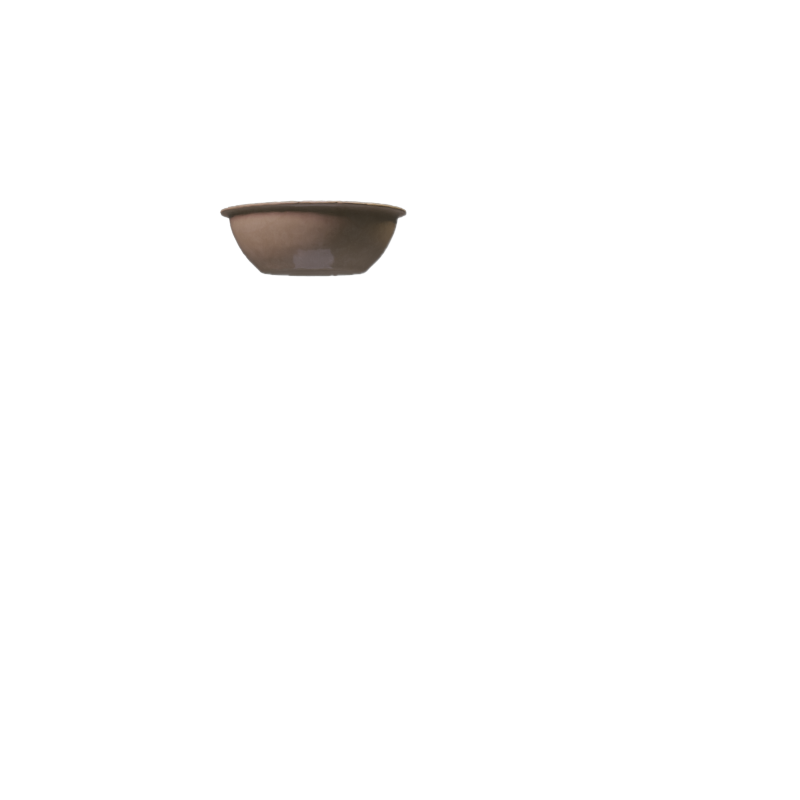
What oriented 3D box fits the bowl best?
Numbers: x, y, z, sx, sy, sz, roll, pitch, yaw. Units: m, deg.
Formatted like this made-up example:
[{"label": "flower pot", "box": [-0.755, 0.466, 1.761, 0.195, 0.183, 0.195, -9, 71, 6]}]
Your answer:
[{"label": "bowl", "box": [-0.075, -0.137, 0.961, 0.162, 0.055, 0.162, 0, 2, -2]}]
